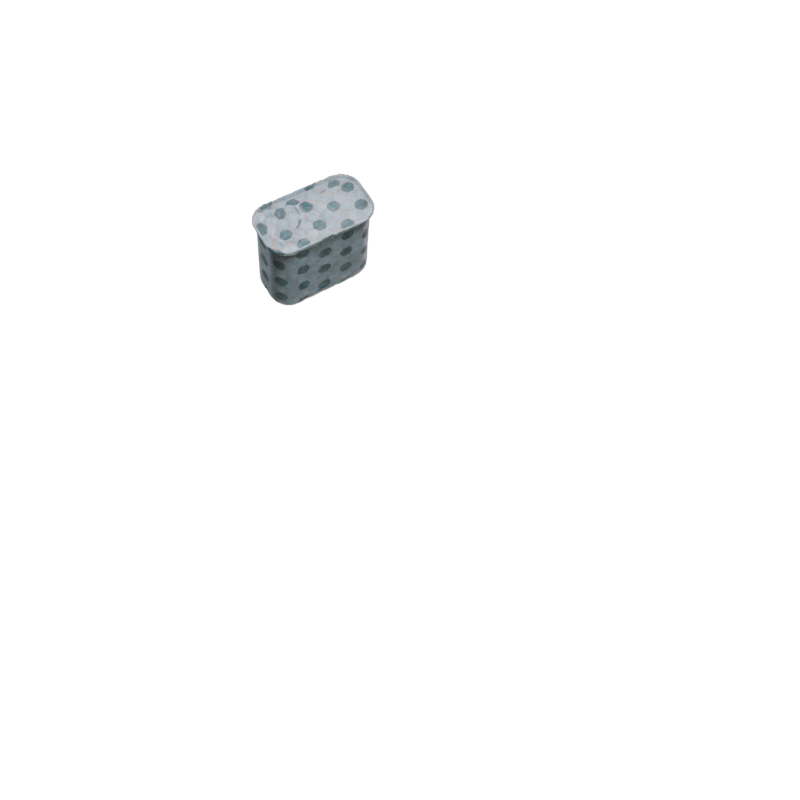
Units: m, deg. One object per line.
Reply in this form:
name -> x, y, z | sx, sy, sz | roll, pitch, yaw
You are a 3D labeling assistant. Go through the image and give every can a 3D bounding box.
can -> -0.076, -0.138, 0.967 | 0.101, 0.061, 0.078 | -26, -27, -17
